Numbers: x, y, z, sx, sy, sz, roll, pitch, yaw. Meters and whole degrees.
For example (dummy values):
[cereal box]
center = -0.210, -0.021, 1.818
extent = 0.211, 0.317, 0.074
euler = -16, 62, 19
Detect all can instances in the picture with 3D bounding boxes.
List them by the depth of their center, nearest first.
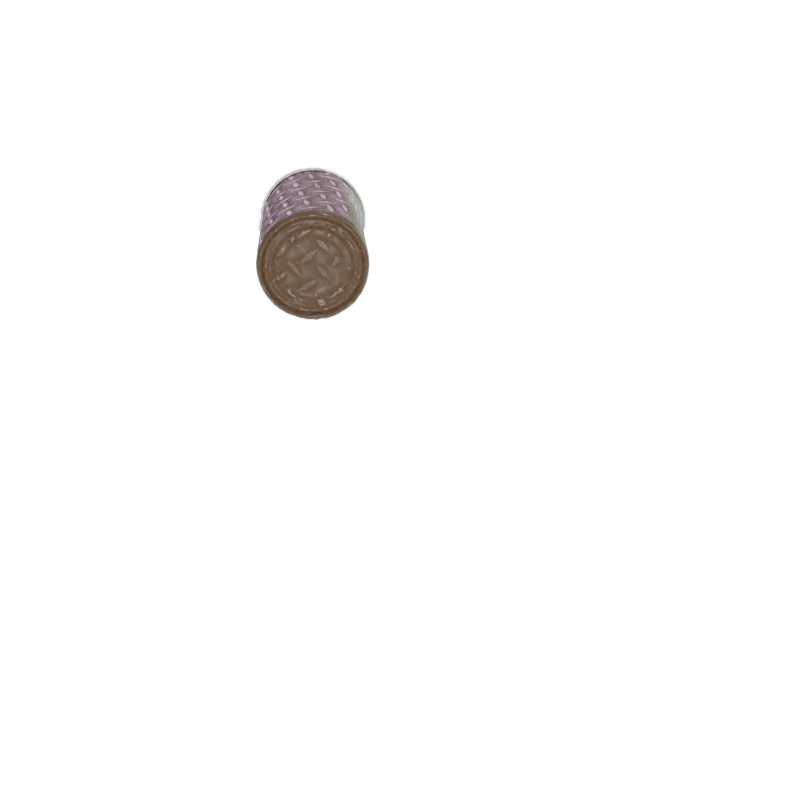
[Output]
[can]
center = -0.054, -0.098, 0.687
extent = 0.068, 0.065, 0.107
euler = 0, 23, -3
